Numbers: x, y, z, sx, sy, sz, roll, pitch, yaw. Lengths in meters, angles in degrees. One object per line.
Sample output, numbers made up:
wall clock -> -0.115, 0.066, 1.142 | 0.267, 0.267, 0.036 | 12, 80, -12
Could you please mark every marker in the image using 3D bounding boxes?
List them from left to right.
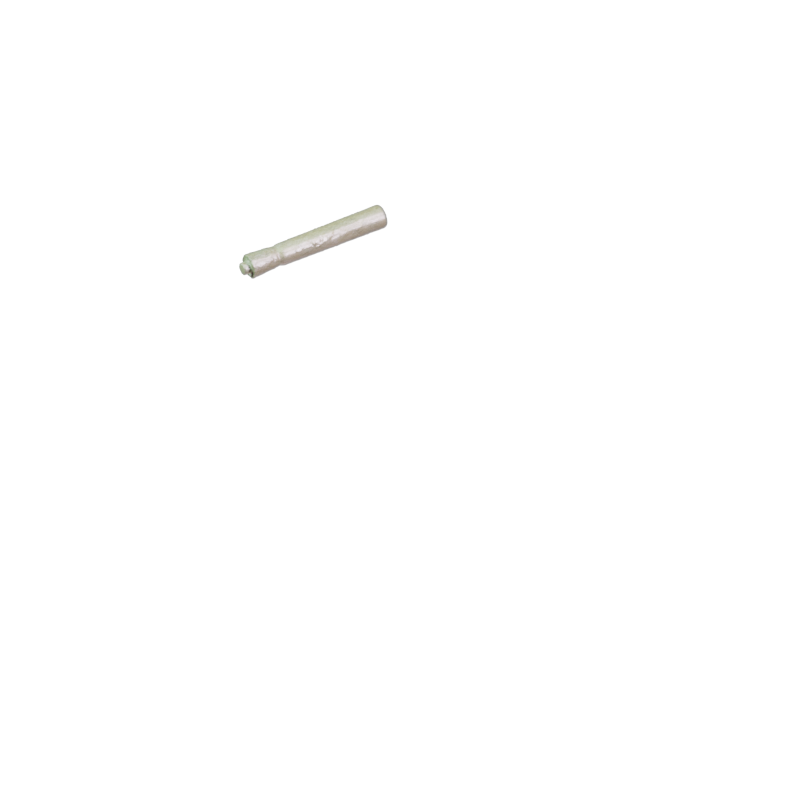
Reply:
marker -> -0.065, -0.118, 0.827 | 0.120, 0.019, 0.020 | -25, 14, -23
